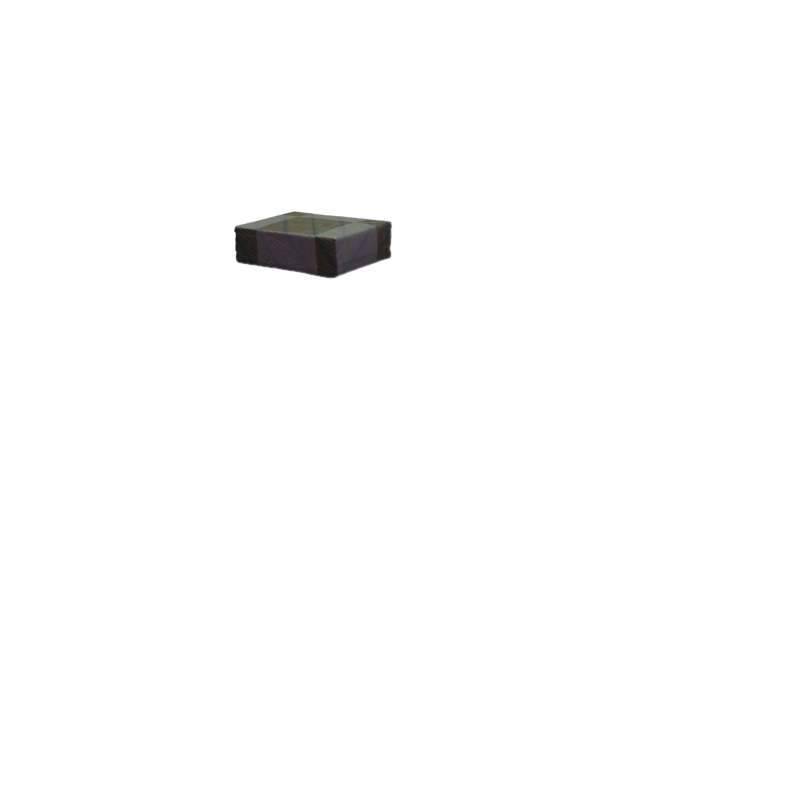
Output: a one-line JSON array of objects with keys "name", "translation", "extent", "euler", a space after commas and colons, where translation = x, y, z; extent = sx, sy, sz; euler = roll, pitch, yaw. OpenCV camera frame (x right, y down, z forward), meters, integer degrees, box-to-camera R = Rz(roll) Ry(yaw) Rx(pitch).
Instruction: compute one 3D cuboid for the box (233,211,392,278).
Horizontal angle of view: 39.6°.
[{"name": "box", "translation": [-0.077, -0.141, 0.988], "extent": [0.119, 0.037, 0.089], "euler": [13, 24, 32]}]
